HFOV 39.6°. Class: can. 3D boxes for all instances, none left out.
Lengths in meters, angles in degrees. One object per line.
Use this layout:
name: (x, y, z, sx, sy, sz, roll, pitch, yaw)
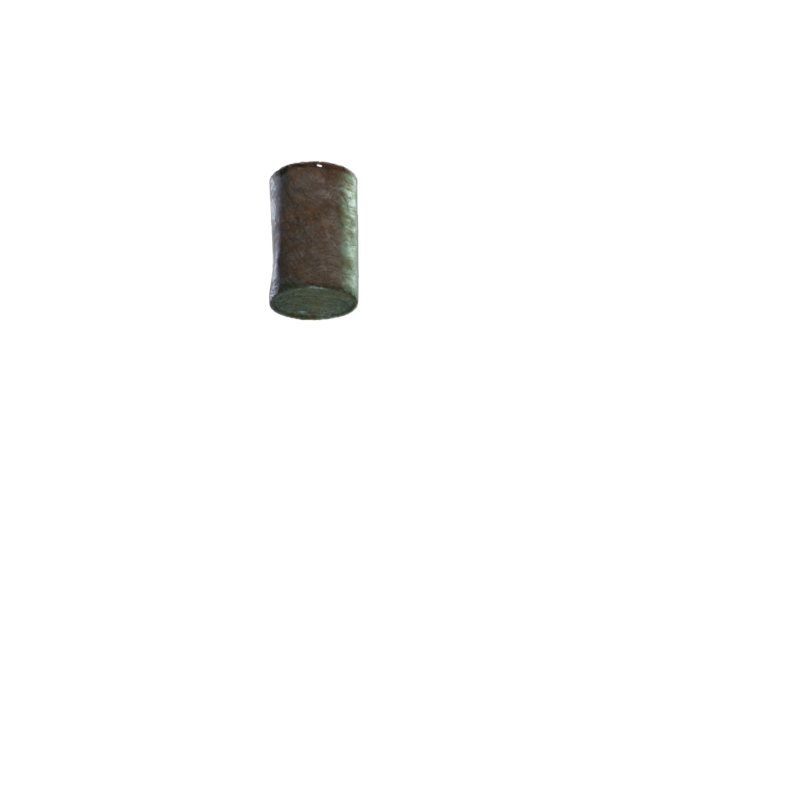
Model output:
can: (-0.065, -0.118, 0.829, 0.068, 0.108, 0.065, 0, -21, -2)
